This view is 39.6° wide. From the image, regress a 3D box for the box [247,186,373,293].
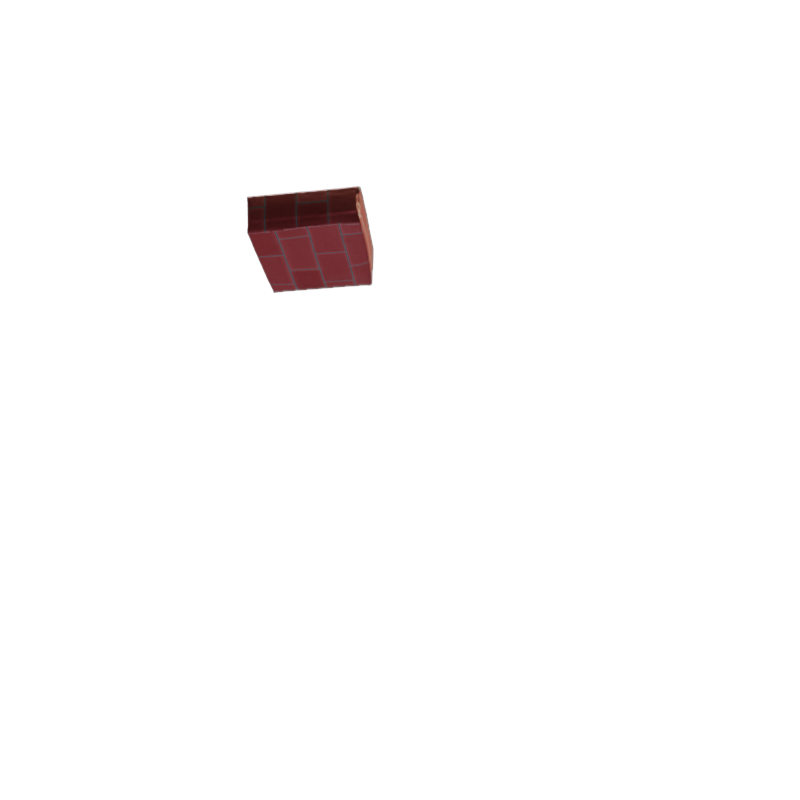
[{"bbox_3d":[-0.070,-0.128,0.897,0.090,0.041,0.106,-3,-24,5],"label":"box"}]
